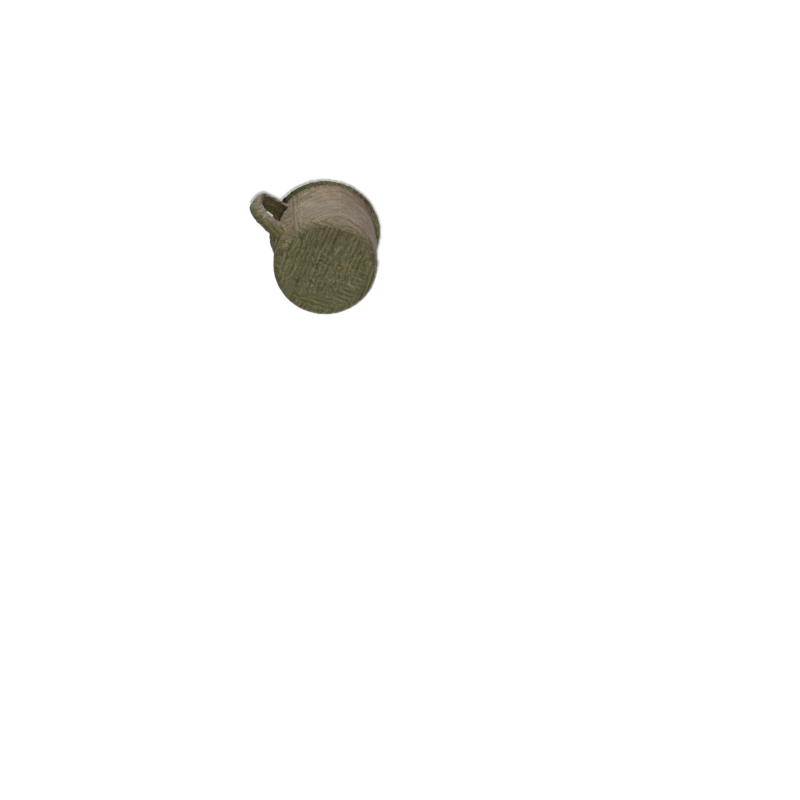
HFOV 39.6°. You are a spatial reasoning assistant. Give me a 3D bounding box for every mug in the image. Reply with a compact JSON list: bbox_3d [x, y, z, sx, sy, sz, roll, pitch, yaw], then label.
[{"bbox_3d":[-0.069,-0.127,0.886,0.113,0.092,0.086,35,18,-15],"label":"mug"}]
